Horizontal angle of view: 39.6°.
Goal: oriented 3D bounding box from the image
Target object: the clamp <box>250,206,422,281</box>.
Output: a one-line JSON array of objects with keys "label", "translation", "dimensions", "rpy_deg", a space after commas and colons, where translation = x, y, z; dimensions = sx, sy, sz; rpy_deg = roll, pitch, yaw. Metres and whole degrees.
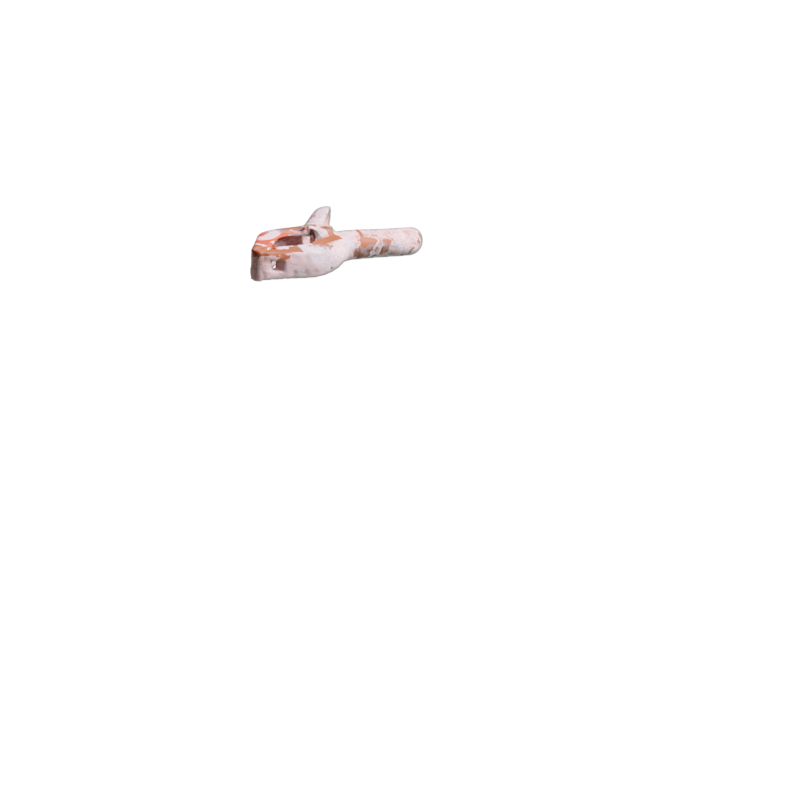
[{"label": "clamp", "translation": [-0.077, -0.141, 0.986], "dimensions": [0.168, 0.038, 0.127], "rpy_deg": [-17, 25, -41]}]
